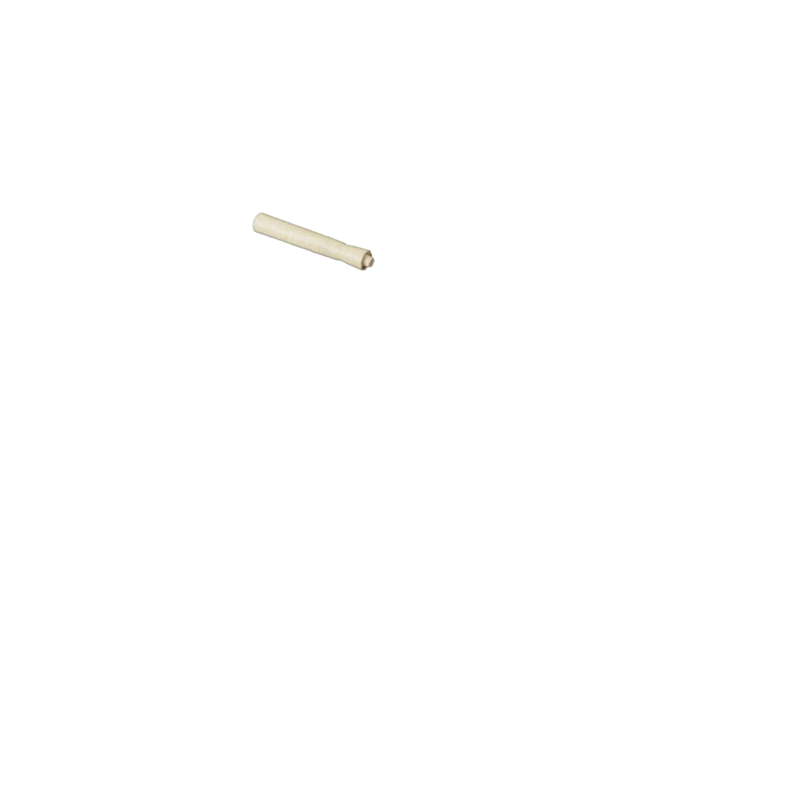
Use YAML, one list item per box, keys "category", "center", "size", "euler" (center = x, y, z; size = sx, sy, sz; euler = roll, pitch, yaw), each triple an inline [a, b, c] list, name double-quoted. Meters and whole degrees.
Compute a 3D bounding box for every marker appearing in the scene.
- category: "marker"
  center: [-0.076, -0.139, 0.973]
  size: [0.127, 0.019, 0.019]
  euler: [23, 14, 27]
